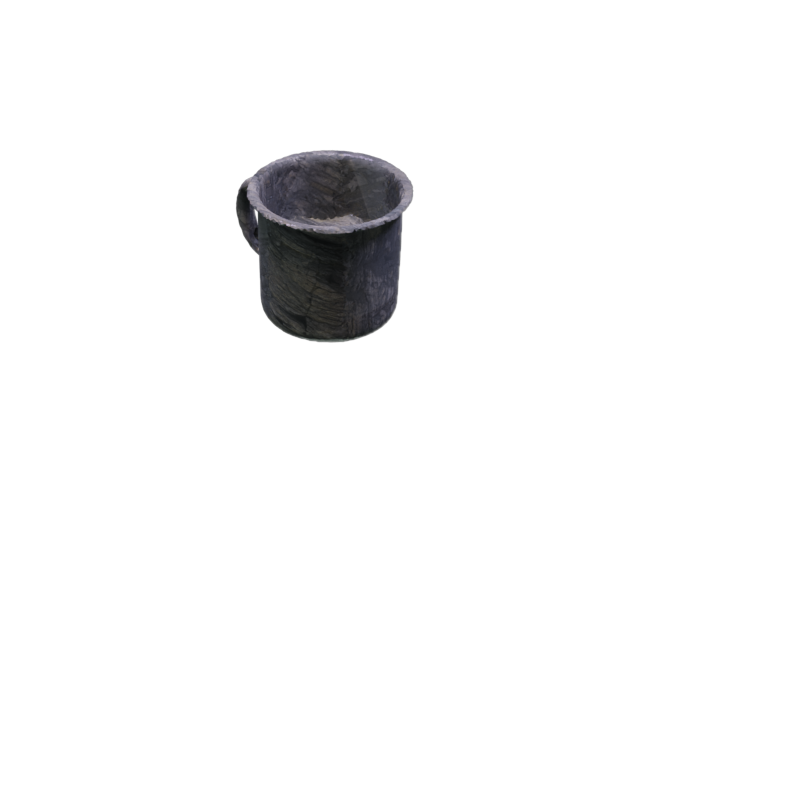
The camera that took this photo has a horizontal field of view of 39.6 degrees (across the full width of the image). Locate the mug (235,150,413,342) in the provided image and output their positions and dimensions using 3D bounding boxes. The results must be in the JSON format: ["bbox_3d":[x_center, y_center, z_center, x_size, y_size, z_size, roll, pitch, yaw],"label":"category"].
[{"bbox_3d":[-0.051,-0.092,0.646,0.124,0.076,0.094,24,42,28],"label":"mug"}]
